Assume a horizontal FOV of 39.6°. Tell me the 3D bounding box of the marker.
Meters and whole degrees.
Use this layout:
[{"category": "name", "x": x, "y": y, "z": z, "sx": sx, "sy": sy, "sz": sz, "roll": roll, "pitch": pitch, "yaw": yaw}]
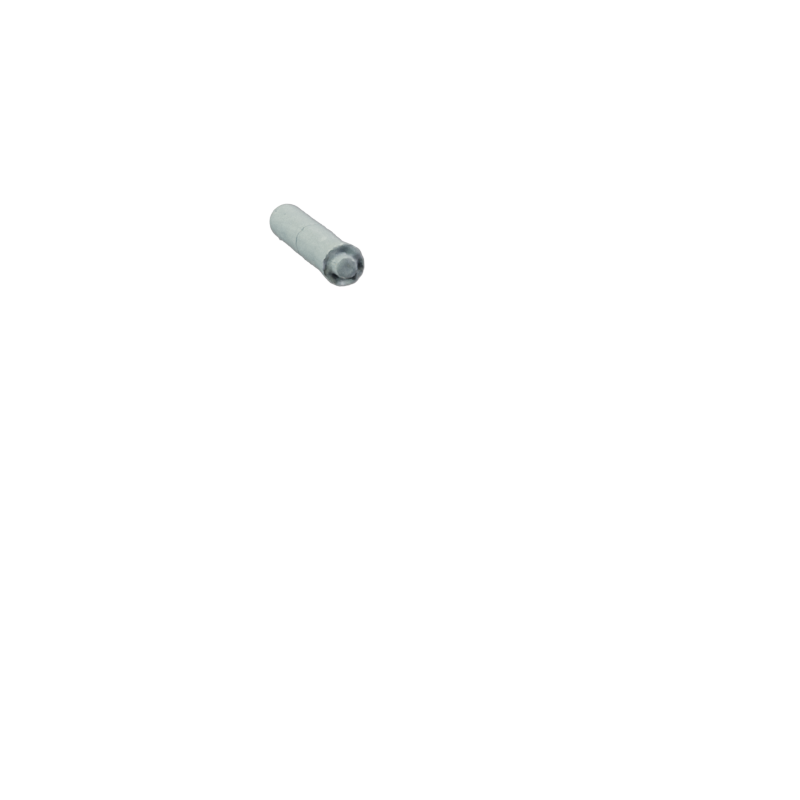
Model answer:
[{"category": "marker", "x": -0.041, "y": -0.074, "z": 0.520, "sx": 0.019, "sy": 0.019, "sz": 0.127, "roll": -1, "pitch": 18, "yaw": -17}]
